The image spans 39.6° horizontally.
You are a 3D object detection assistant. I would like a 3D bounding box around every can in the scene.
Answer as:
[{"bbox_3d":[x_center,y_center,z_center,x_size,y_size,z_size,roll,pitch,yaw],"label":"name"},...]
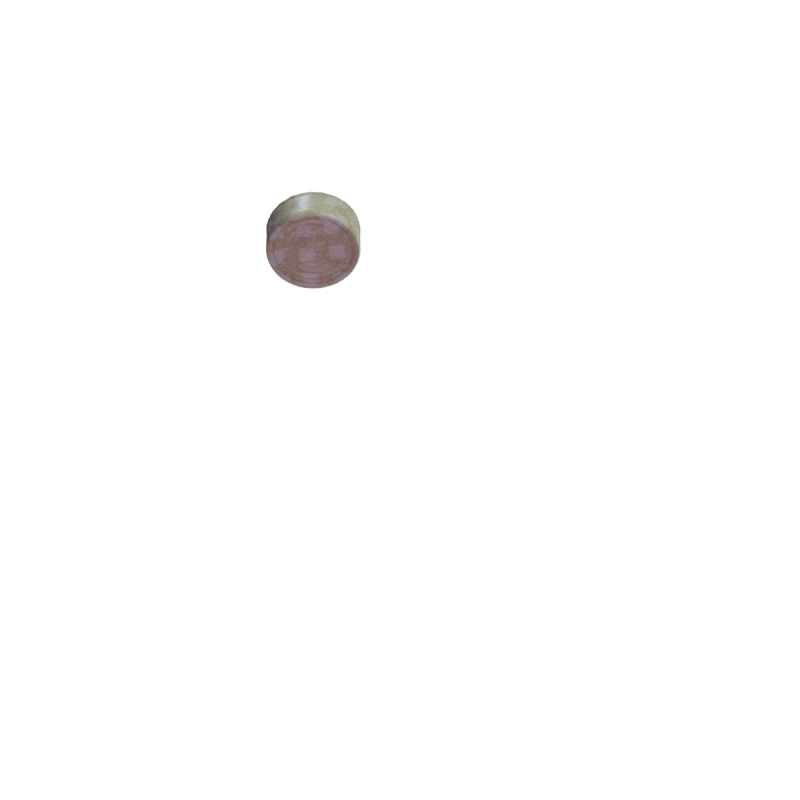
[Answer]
[{"bbox_3d":[-0.078,-0.142,0.993,0.086,0.080,0.036,1,39,-1],"label":"can"}]
